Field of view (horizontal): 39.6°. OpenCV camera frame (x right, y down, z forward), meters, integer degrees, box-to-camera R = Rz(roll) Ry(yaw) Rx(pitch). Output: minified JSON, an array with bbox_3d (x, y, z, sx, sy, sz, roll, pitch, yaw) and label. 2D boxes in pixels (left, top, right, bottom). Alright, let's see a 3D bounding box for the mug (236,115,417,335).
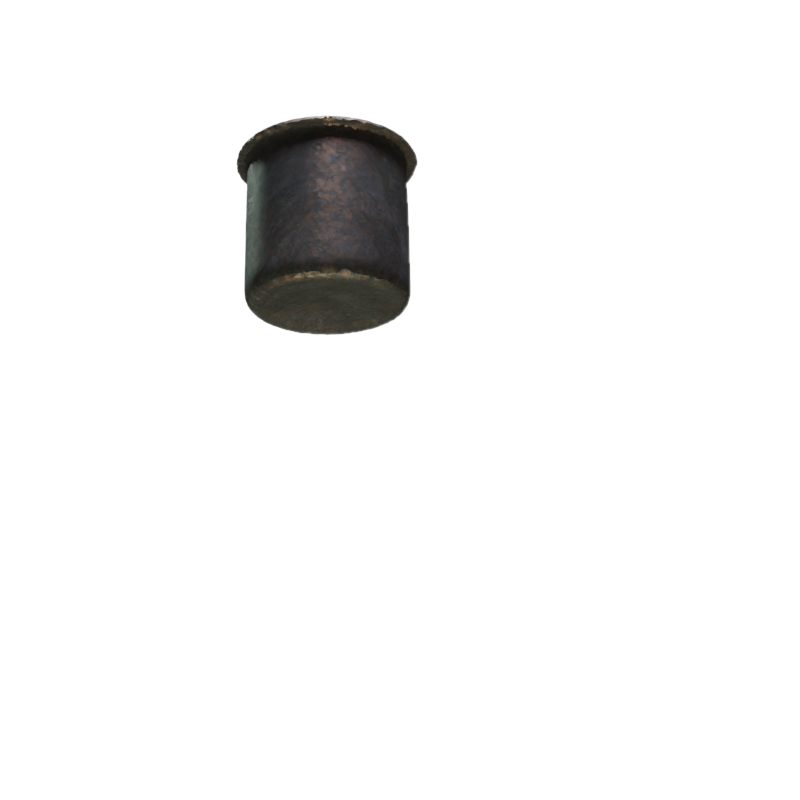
[{"bbox_3d":[-0.044,-0.081,0.565,0.088,0.086,0.117,16,-26,-35],"label":"mug"}]
